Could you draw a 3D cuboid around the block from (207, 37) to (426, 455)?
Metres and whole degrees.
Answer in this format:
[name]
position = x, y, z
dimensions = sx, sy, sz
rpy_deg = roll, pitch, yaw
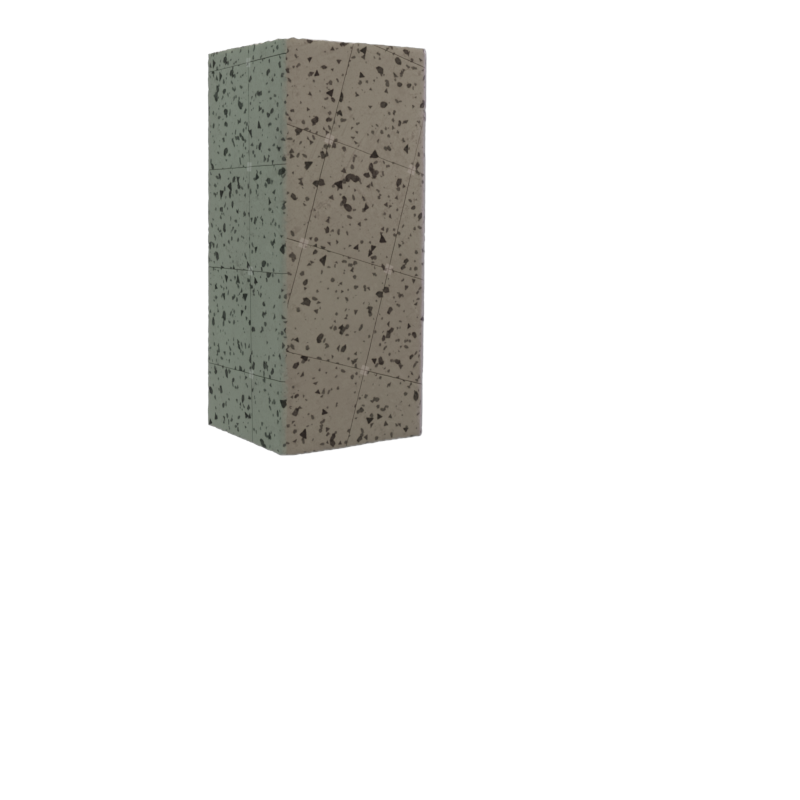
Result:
[block]
position = -0.046, -0.086, 0.600
dimensions = 0.087, 0.204, 0.095
rpy_deg = -3, 5, -34
